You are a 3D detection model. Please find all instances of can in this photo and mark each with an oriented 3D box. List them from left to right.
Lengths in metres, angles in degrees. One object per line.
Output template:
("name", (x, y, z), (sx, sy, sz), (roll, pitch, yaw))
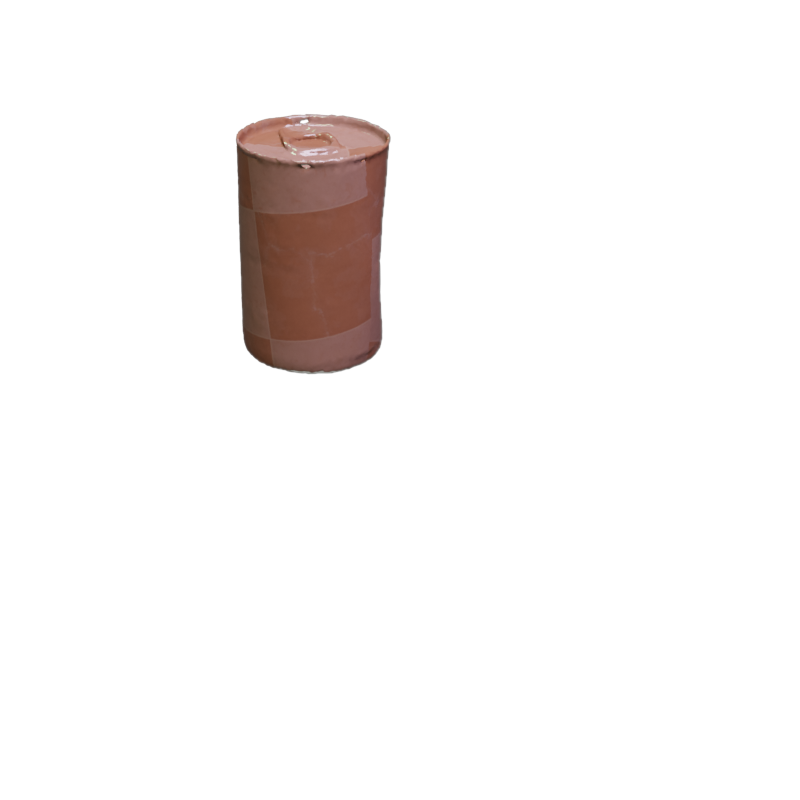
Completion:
("can", (-0.040, -0.072, 0.505), (0.068, 0.097, 0.072), (0, 26, -2))
